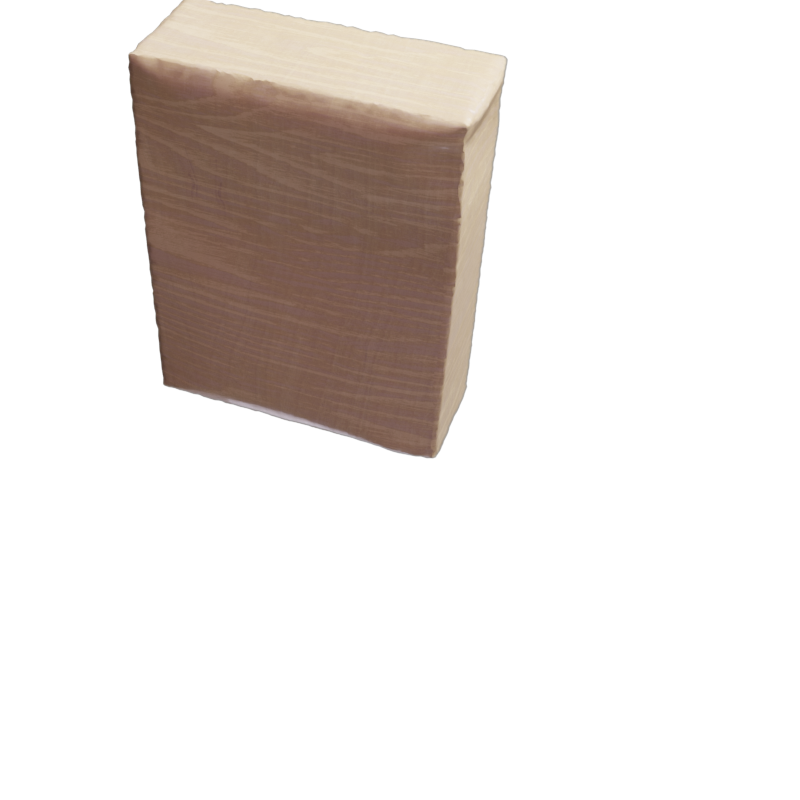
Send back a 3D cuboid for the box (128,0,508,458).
[{"bbox_3d":[-0.044,-0.080,0.560,0.169,0.199,0.075,16,44,14],"label":"box"}]
